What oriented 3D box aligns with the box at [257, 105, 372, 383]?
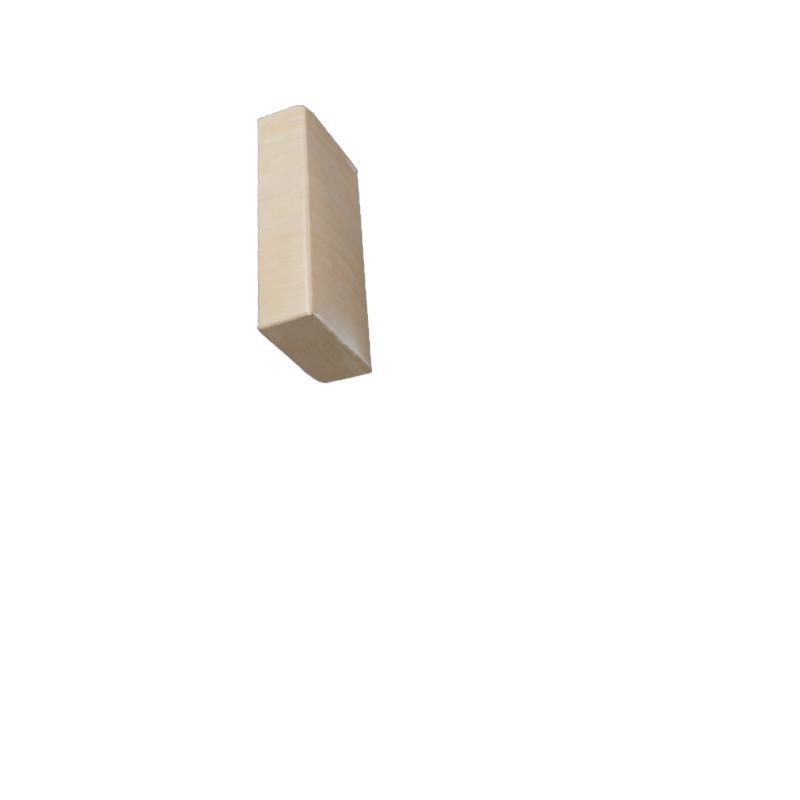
[{"bbox_3d":[-0.060,-0.110,0.767,0.049,0.188,0.086,-15,-33,20],"label":"box"}]
